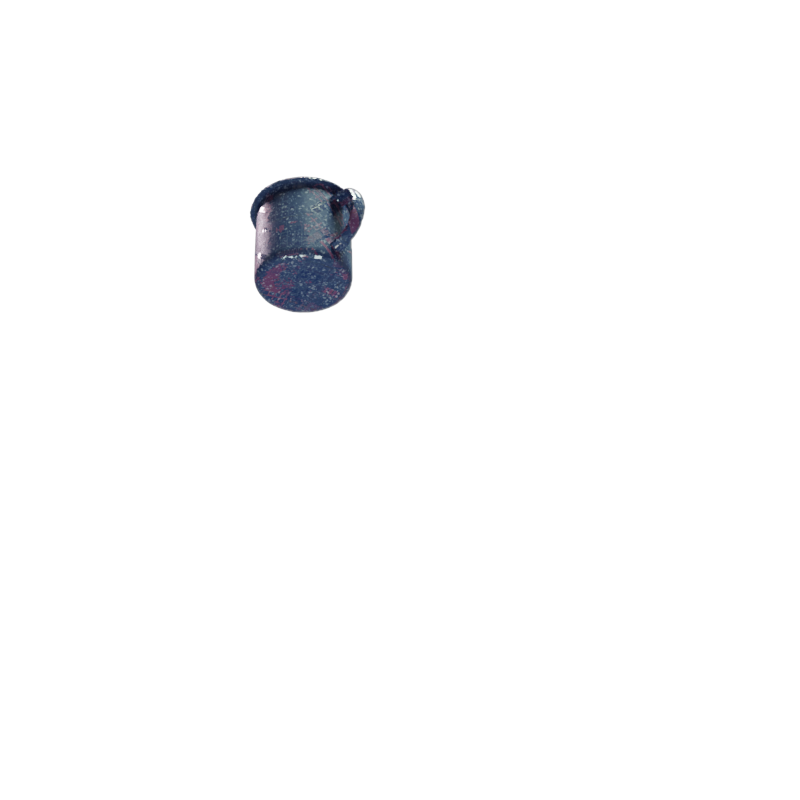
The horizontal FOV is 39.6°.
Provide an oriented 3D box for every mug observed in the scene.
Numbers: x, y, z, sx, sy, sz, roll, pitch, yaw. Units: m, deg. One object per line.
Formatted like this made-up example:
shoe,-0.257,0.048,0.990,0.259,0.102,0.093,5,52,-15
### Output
mug,-0.073,-0.133,0.931,0.117,0.087,0.087,-30,-46,33
